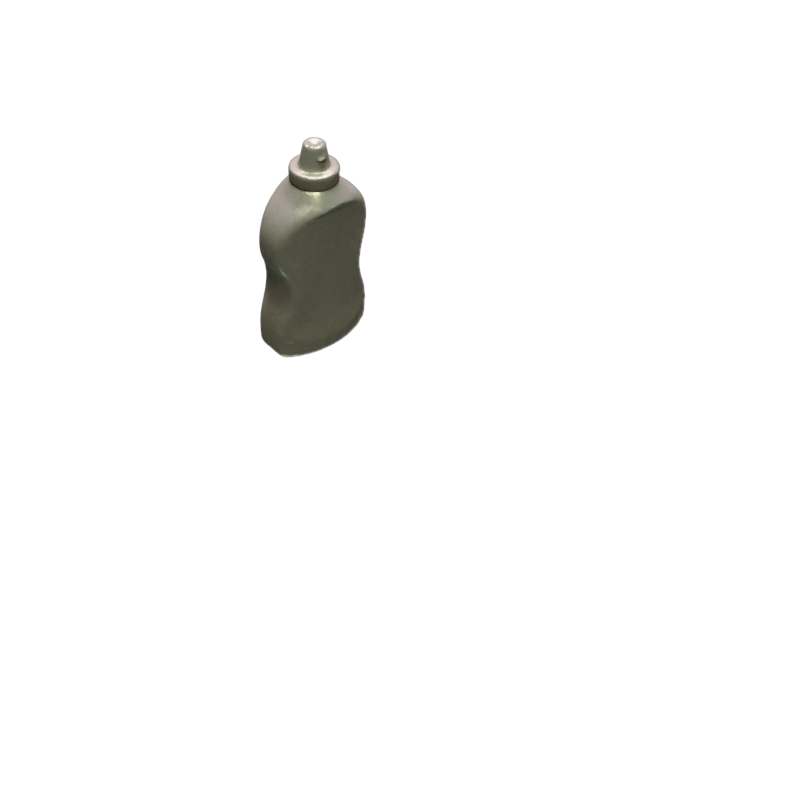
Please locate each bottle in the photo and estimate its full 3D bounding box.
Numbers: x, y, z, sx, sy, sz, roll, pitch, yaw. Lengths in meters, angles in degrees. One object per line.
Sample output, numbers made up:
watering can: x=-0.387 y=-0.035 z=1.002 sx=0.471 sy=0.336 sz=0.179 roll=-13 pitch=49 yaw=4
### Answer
bottle: x=-0.071 y=-0.130 z=0.914 sx=0.095 sy=0.179 sz=0.063 roll=-26 pitch=47 yaw=-31
